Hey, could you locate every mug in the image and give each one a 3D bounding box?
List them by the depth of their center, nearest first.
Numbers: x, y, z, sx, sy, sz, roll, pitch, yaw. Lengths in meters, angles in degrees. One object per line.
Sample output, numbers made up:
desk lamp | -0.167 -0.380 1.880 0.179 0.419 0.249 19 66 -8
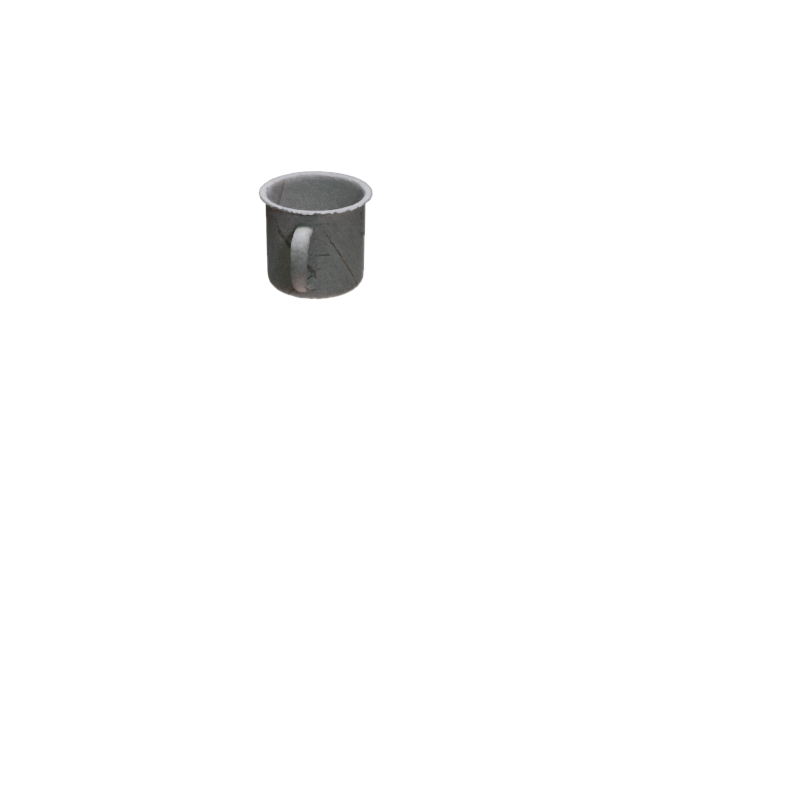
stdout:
mug | -0.071 -0.130 0.911 0.094 0.077 0.123 4 29 5
